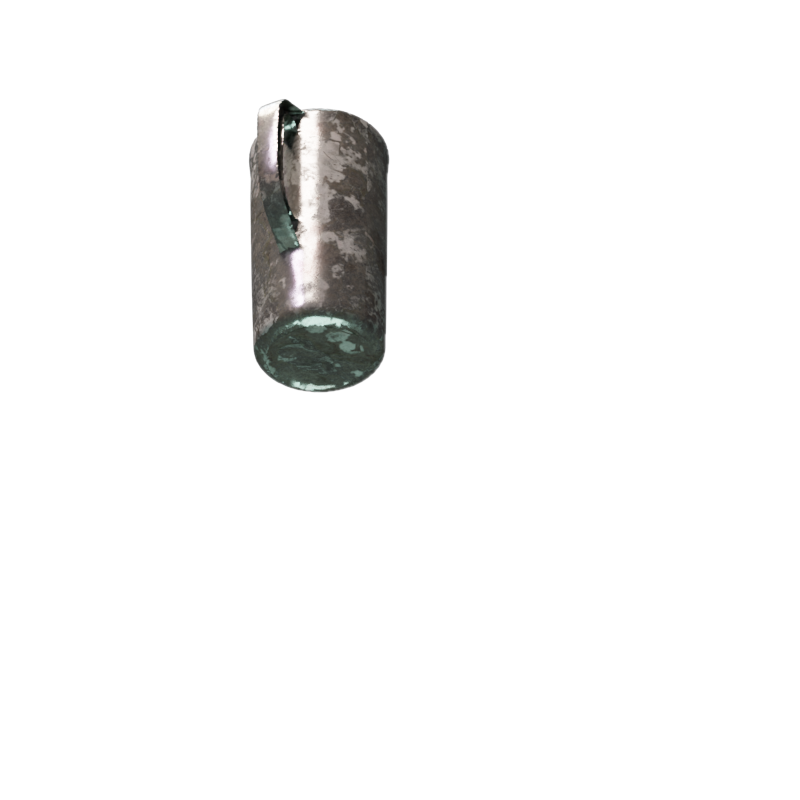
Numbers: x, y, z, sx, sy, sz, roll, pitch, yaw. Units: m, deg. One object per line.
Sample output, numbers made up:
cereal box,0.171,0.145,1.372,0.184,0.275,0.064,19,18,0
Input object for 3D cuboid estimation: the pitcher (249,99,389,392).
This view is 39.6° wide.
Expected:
pitcher,-0.076,-0.138,0.969,0.145,0.261,0.139,14,-42,-19
